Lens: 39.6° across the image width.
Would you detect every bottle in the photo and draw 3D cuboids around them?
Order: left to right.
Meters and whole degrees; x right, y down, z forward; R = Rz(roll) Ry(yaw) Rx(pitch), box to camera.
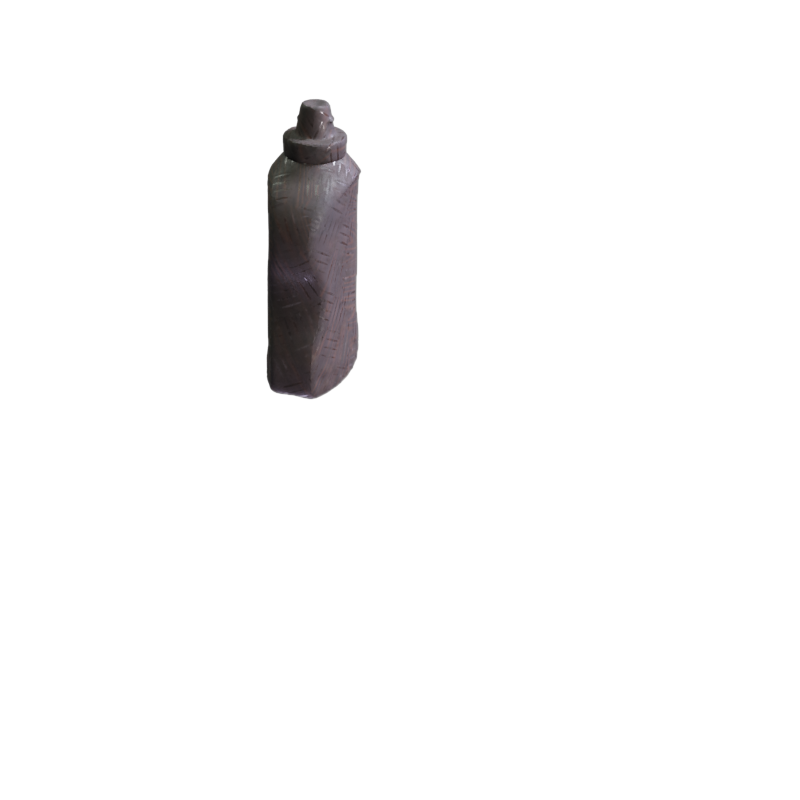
[{"bbox_3d":[-0.057,-0.104,0.732,0.060,0.181,0.099,9,28,14],"label":"bottle"}]
